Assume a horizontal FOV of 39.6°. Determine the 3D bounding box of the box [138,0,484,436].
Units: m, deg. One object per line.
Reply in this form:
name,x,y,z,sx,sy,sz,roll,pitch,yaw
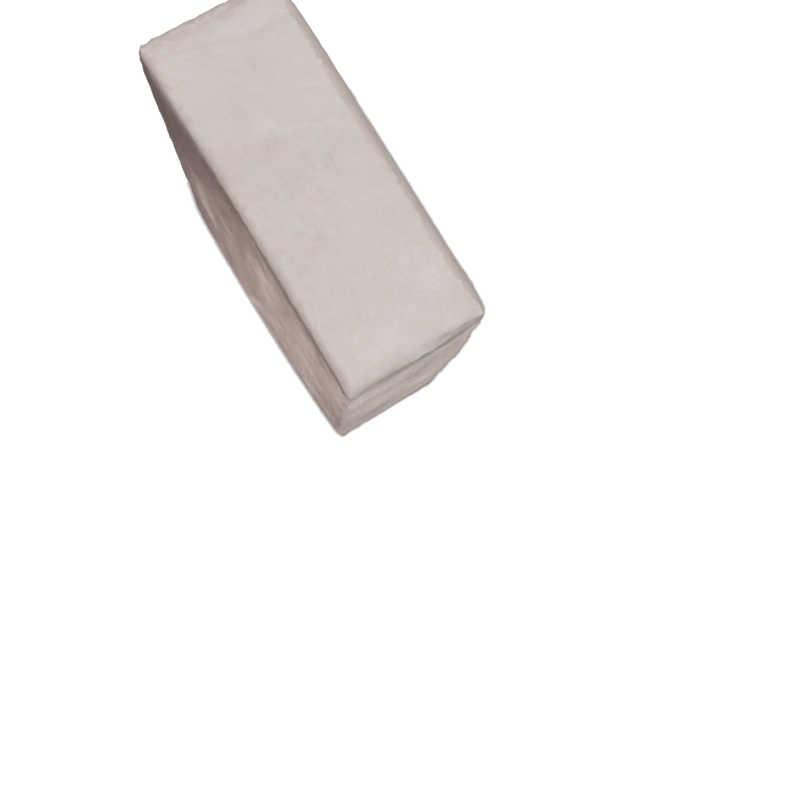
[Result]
box,-0.041,-0.075,0.526,0.072,0.169,0.208,-31,-7,-7
